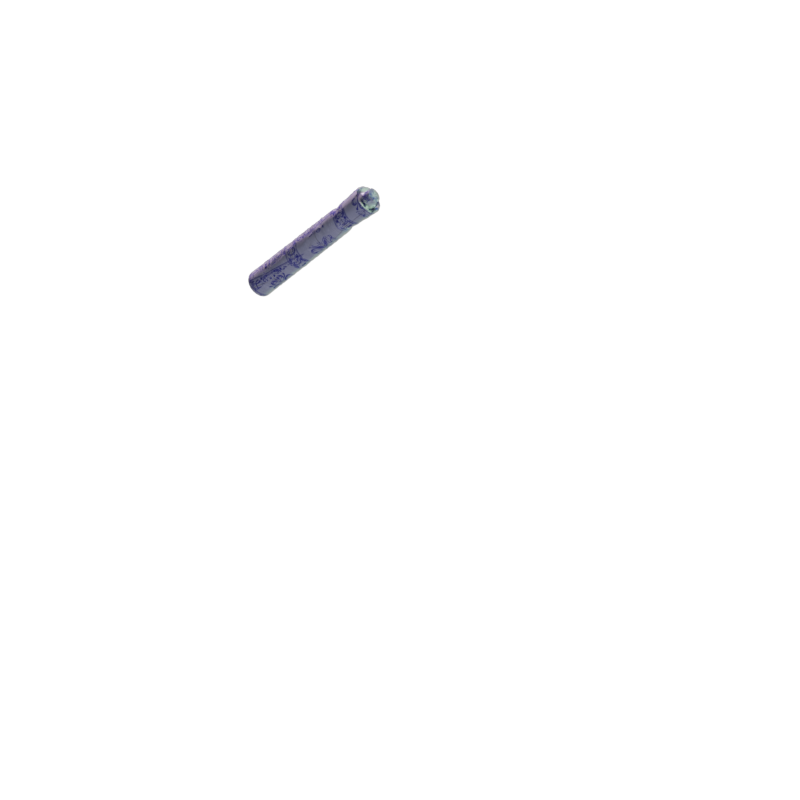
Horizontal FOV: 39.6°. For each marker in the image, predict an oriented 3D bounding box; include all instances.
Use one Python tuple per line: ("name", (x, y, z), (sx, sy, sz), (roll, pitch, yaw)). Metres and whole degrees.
("marker", (-0.055, -0.100, 0.704), (0.019, 0.021, 0.120), (-3, -20, -46))
